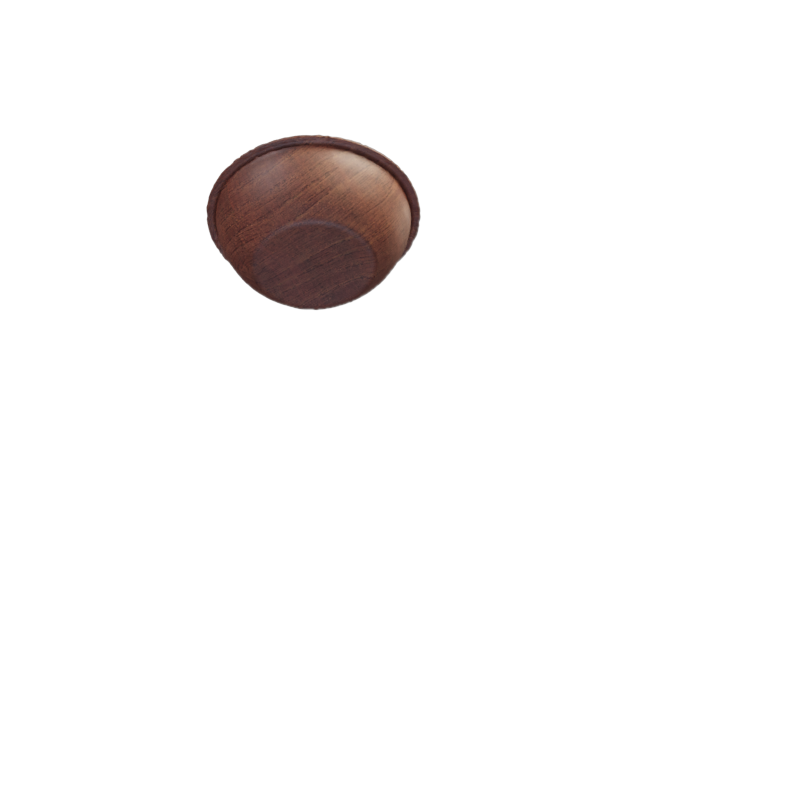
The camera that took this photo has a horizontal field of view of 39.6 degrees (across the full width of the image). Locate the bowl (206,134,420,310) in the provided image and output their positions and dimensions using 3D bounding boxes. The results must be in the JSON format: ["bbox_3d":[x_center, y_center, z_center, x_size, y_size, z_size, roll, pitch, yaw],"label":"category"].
[{"bbox_3d":[-0.064,-0.117,0.820,0.162,0.059,0.151,1,-43,-1],"label":"bowl"}]
